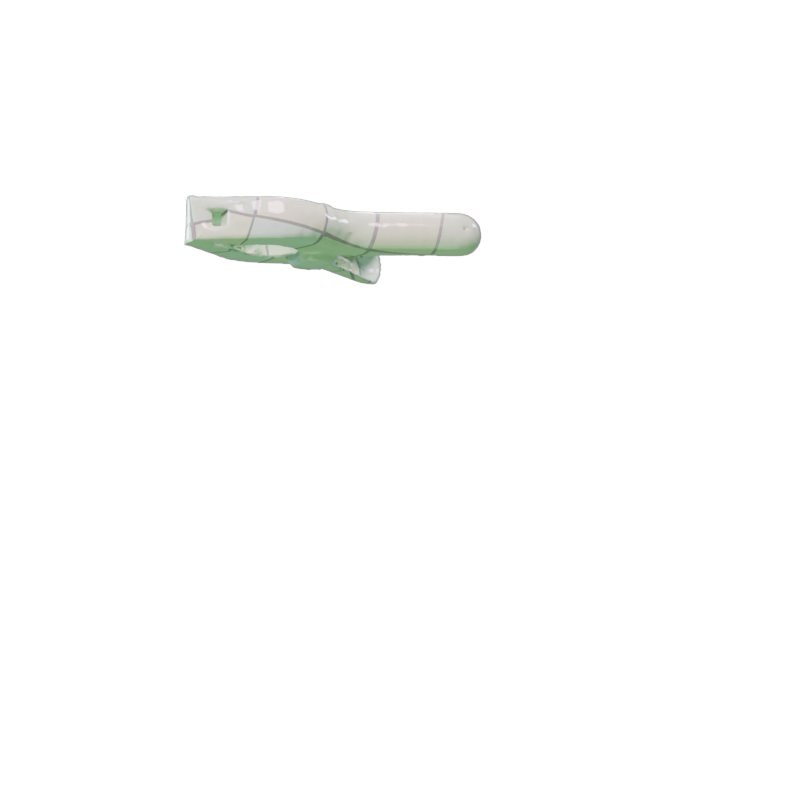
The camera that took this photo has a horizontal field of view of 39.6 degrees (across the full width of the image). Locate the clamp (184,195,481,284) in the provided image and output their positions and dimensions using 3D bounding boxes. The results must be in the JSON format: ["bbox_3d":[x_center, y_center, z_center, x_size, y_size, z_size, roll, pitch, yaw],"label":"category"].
[{"bbox_3d":[-0.052,-0.095,0.667,0.166,0.041,0.119,5,-14,-22],"label":"clamp"}]
